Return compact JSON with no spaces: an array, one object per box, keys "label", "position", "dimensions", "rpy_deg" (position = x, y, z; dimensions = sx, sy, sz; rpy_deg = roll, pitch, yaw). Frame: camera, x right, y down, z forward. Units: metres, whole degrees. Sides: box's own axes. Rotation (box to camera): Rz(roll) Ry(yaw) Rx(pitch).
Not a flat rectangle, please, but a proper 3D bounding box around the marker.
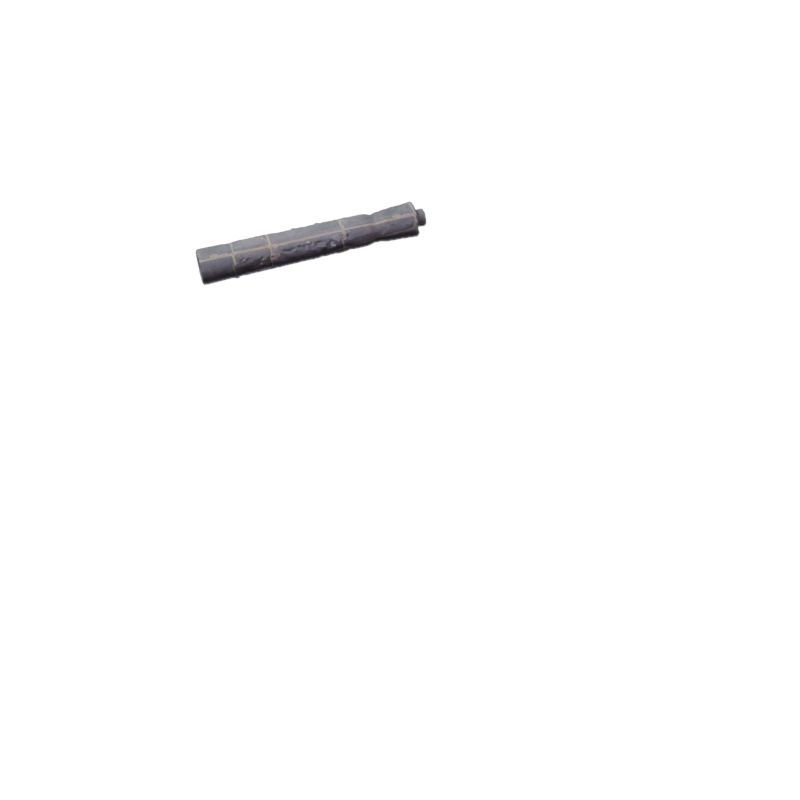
[{"label":"marker","position":[-0.045,-0.082,0.575],"dimensions":[0.120,0.020,0.020],"rpy_deg":[-14,7,-8]}]
